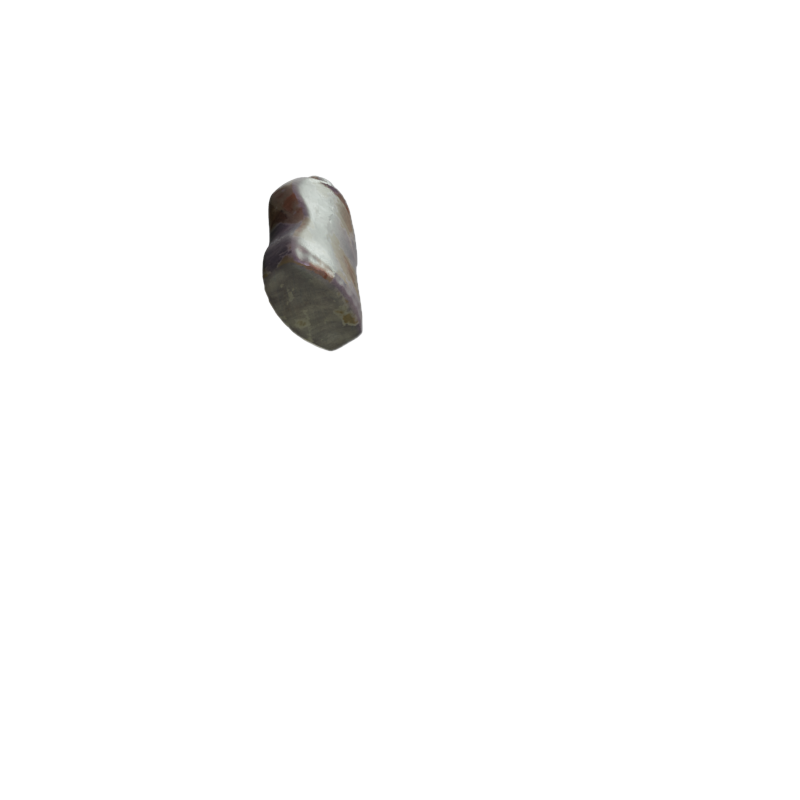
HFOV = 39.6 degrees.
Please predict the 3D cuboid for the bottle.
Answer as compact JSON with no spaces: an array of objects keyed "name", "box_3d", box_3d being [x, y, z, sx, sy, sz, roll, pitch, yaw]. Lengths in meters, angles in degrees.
[{"name":"bottle","box_3d":[-0.073,-0.134,0.934,0.058,0.205,0.090,-33,-57,20]}]
